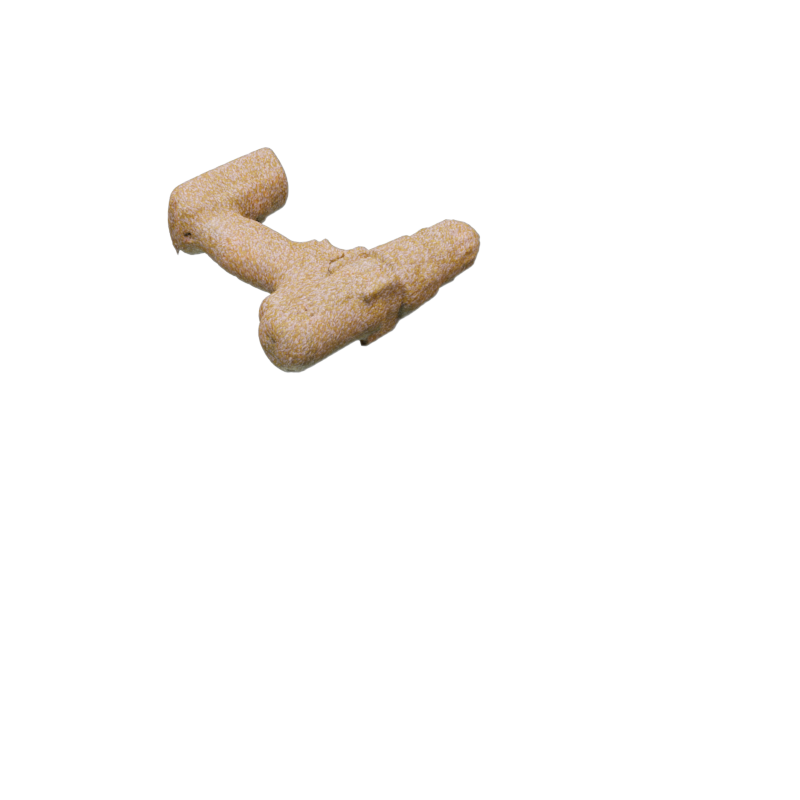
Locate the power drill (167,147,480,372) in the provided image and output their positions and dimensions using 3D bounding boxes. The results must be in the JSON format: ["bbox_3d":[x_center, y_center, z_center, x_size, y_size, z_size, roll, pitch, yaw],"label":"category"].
[{"bbox_3d":[-0.062,-0.113,0.792,0.184,0.054,0.201,-30,49,-31],"label":"power drill"}]
